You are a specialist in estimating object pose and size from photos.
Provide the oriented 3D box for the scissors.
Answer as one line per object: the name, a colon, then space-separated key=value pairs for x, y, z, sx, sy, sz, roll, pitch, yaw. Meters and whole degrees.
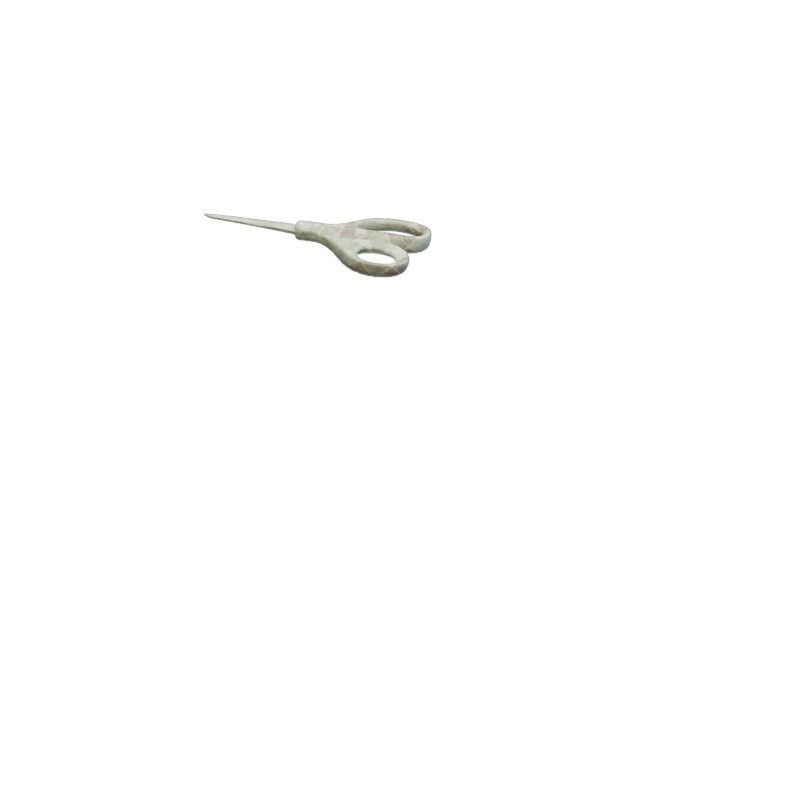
scissors: x=-0.074 y=-0.135 z=0.949 sx=0.202 sy=0.015 sz=0.102 roll=2 pitch=33 yaw=2
